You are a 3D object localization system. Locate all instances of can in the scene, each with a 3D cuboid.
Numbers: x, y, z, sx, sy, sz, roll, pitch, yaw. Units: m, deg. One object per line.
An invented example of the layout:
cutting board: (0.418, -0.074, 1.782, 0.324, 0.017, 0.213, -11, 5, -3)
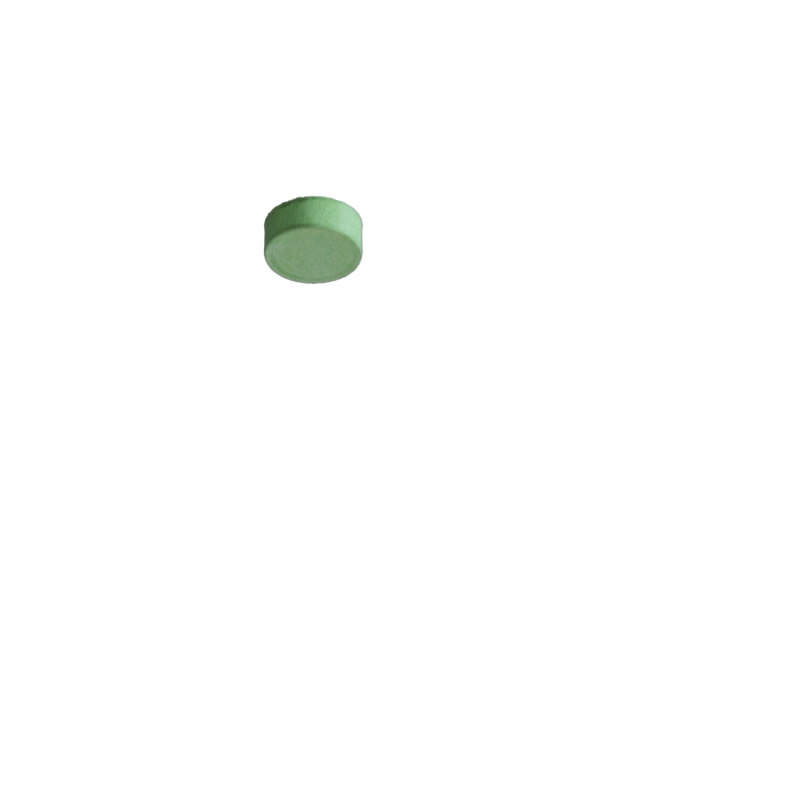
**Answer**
can: (-0.074, -0.135, 0.948, 0.086, 0.036, 0.080, 1, -31, -2)
